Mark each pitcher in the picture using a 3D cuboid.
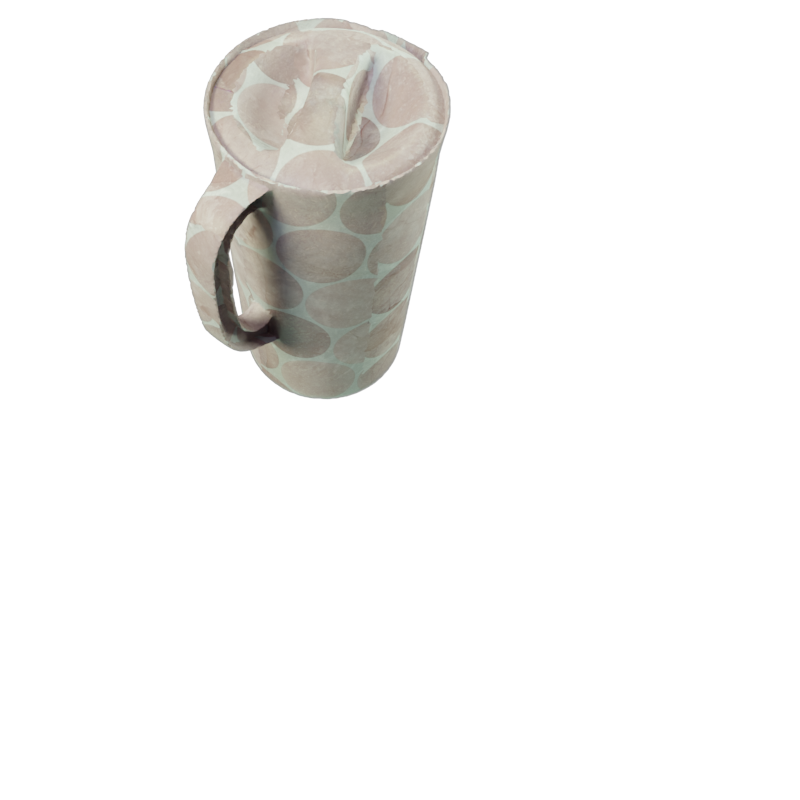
[{"bbox_3d":[-0.053,-0.097,0.681,0.148,0.156,0.227,-5,-33,-6],"label":"pitcher"}]
